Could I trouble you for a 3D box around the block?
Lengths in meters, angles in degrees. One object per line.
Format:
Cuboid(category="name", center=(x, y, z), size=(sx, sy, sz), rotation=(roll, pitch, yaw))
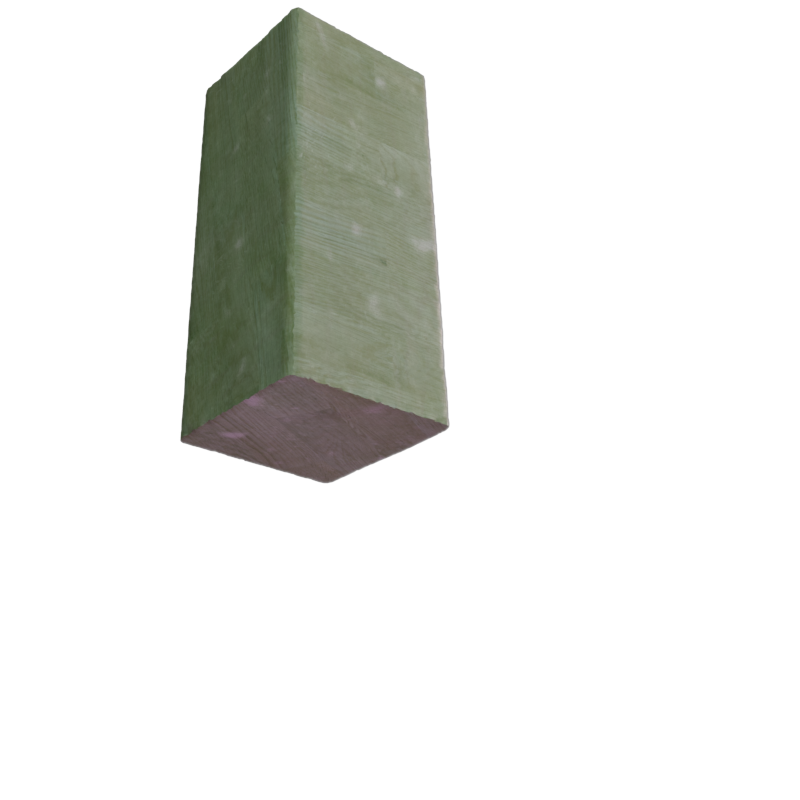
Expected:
Cuboid(category="block", center=(-0.043, -0.078, 0.551), size=(0.086, 0.220, 0.089), rotation=(21, -38, -34))
